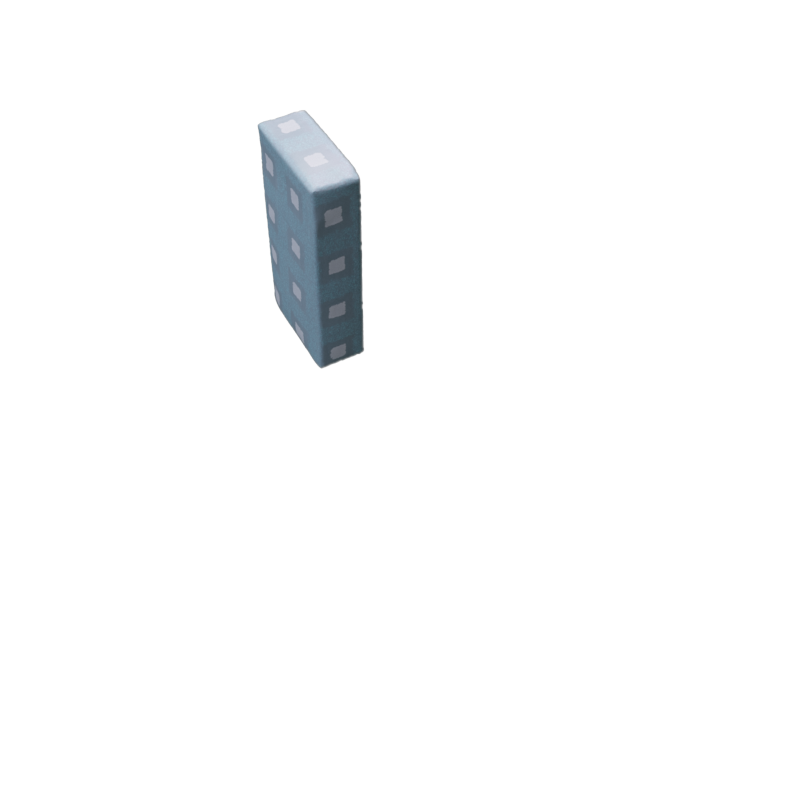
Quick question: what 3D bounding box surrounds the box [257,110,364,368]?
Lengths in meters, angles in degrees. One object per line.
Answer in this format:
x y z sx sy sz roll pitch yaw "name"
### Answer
-0.065 -0.118 0.830 0.047 0.164 0.101 -18 49 -21 "box"
